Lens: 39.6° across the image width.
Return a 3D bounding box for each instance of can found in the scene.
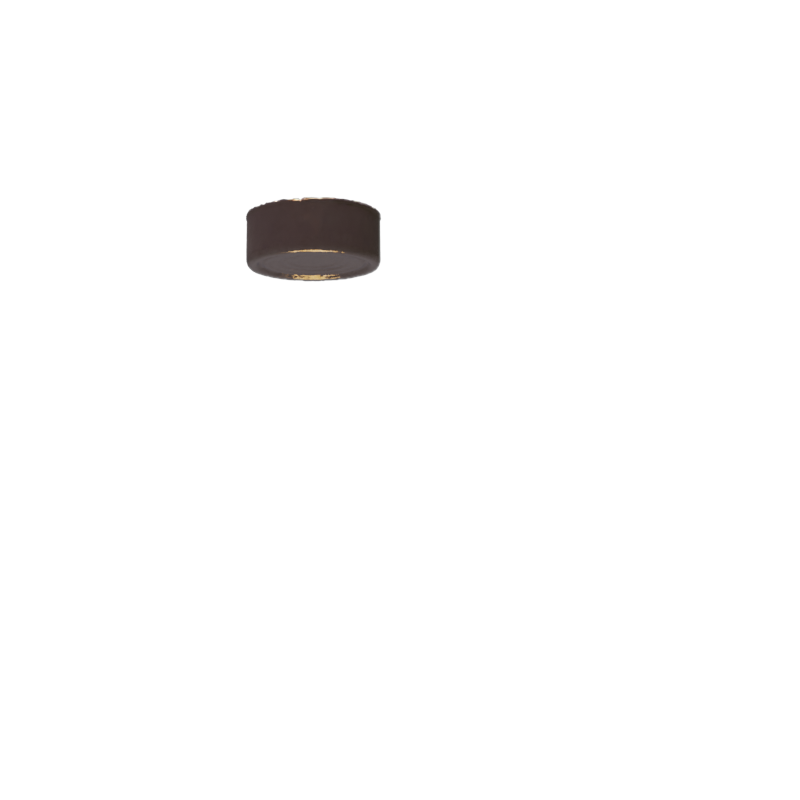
[{"bbox_3d":[-0.055,-0.100,0.699,0.086,0.034,0.084,0,-8,-2],"label":"can"}]
